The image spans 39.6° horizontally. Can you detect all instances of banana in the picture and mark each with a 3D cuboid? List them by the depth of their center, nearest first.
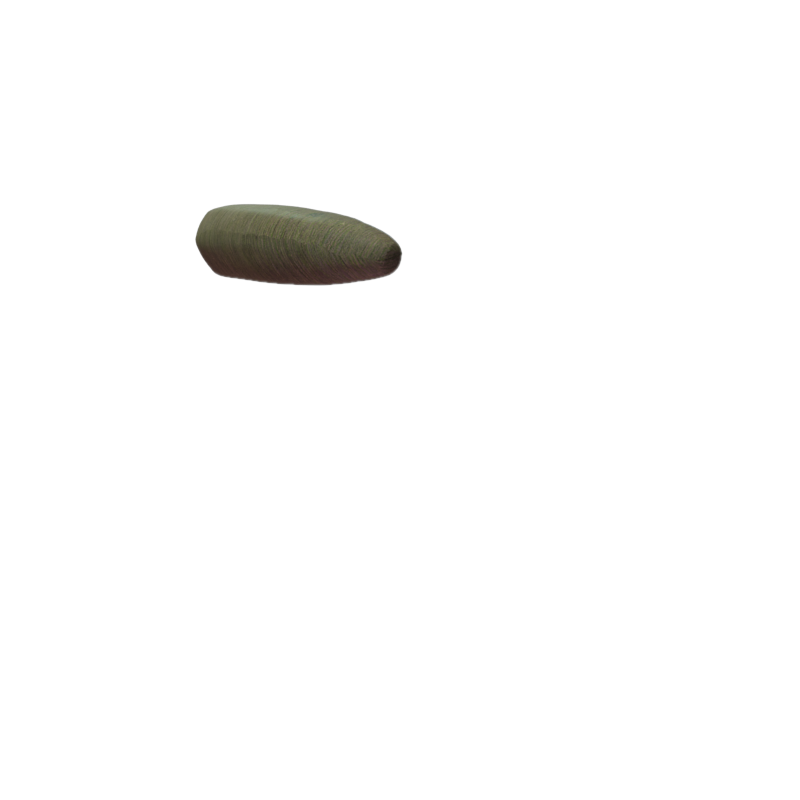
[{"bbox_3d":[-0.061,-0.077,0.537,0.068,0.036,0.204,-2,9,-17],"label":"banana"}]
